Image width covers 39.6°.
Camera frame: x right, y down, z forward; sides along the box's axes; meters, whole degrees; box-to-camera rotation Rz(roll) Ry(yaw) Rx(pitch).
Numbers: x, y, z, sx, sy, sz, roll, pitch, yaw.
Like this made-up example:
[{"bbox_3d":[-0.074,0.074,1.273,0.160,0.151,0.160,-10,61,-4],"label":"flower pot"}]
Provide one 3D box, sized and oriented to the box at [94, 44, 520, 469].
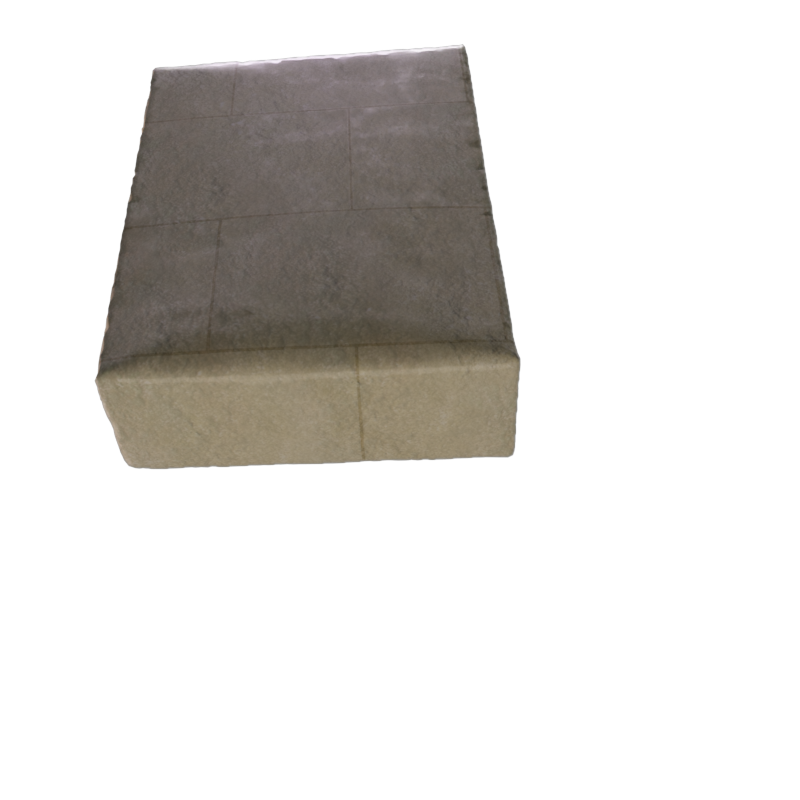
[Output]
[{"bbox_3d":[-0.040,-0.073,0.514,0.164,0.230,0.067,-4,-43,1],"label":"box"}]
